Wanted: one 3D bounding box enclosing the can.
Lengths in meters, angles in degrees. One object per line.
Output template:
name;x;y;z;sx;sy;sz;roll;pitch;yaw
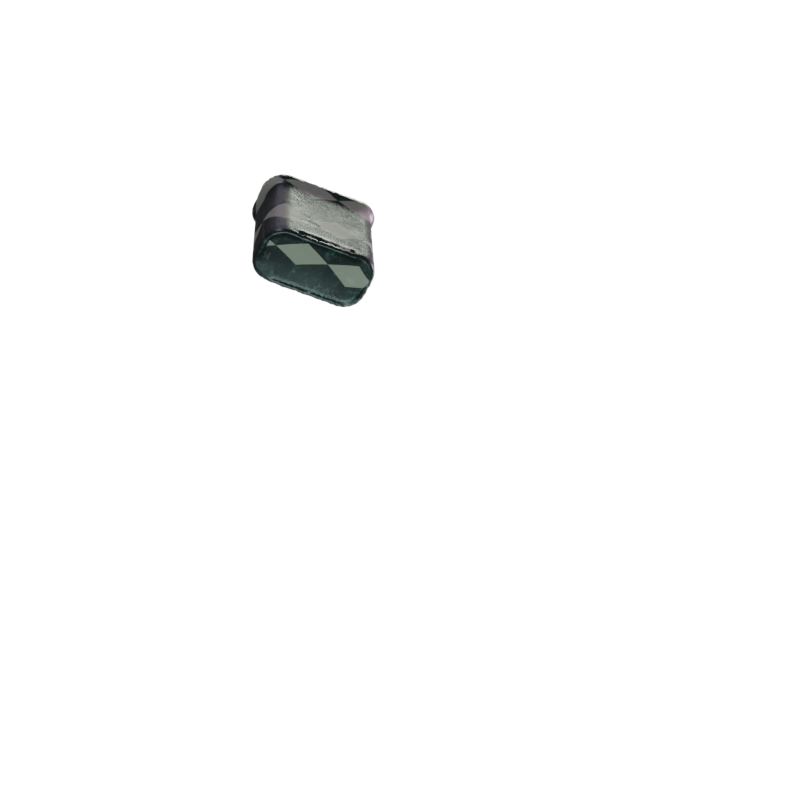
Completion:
can;-0.072;-0.130;0.913;0.099;0.055;0.090;18;35;-15
